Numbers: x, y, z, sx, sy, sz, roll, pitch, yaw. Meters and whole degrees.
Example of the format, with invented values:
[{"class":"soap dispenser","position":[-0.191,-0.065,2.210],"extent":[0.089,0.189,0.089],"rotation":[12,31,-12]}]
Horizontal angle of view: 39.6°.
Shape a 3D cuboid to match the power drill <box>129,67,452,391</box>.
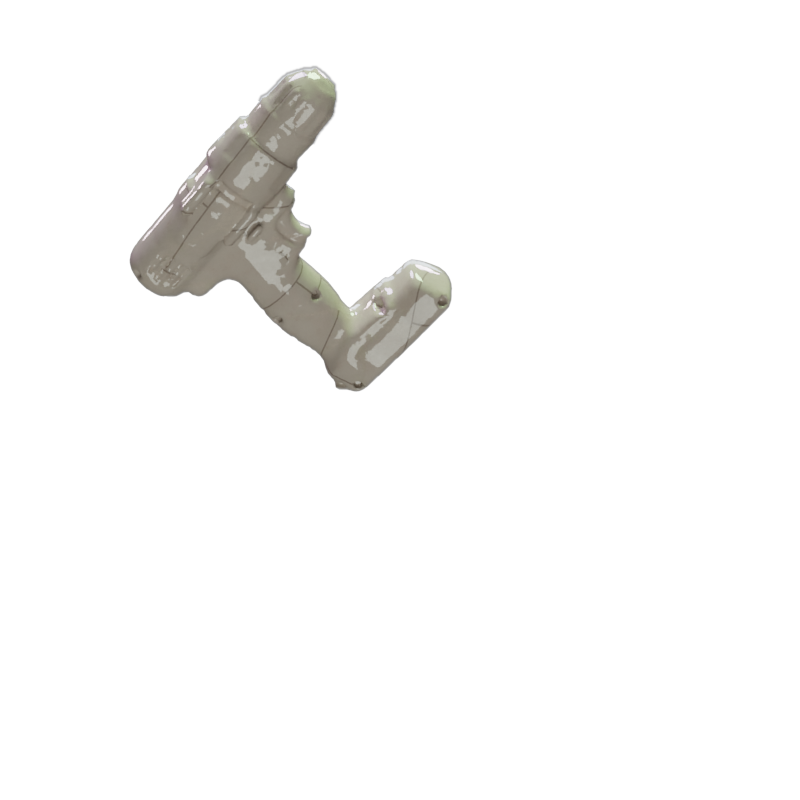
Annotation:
[{"class":"power drill","position":[-0.058,-0.105,0.735],"extent":[0.180,0.181,0.061],"rotation":[37,22,-19]}]
